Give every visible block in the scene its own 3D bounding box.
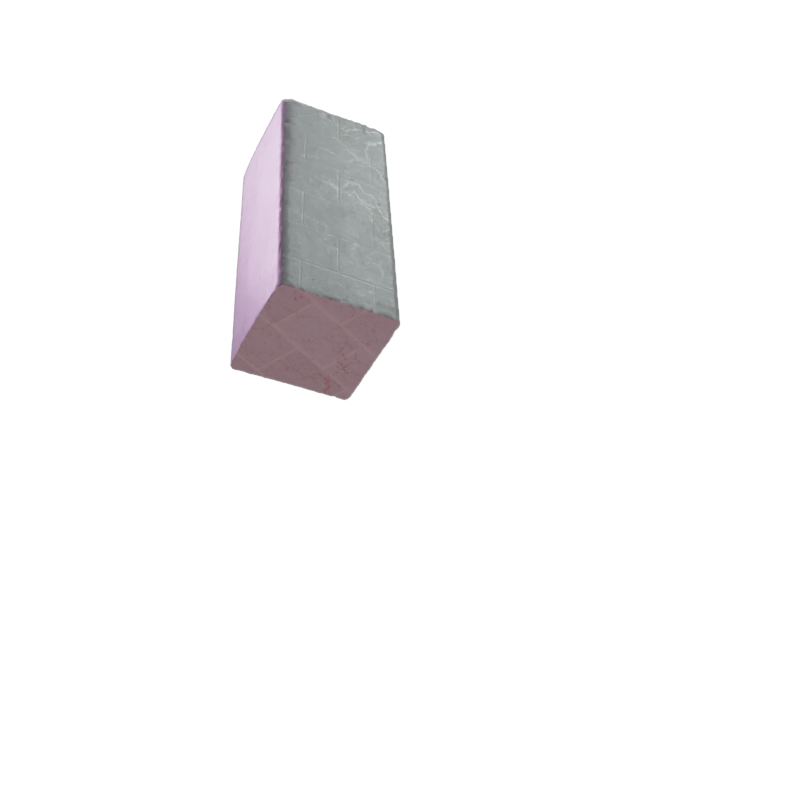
[{"bbox_3d":[-0.064,-0.117,0.814,0.088,0.221,0.087,16,-47,-20],"label":"block"}]
